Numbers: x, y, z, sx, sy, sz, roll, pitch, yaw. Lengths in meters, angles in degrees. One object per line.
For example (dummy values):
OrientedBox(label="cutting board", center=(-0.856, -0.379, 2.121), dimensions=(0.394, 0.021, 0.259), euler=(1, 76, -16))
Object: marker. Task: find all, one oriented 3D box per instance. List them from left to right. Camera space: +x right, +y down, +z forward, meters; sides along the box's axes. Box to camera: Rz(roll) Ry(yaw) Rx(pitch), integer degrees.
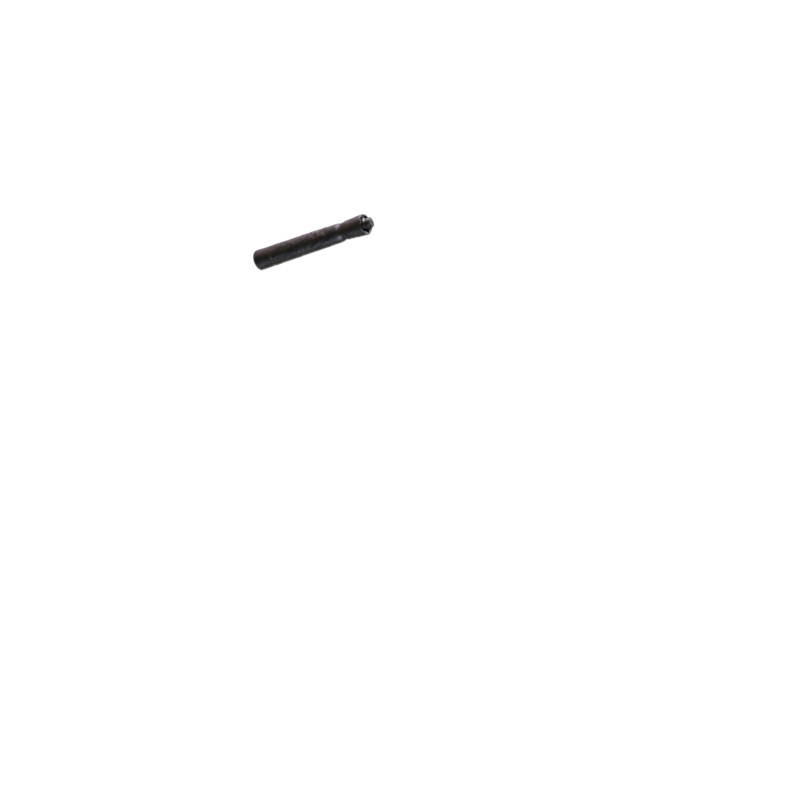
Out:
OrientedBox(label="marker", center=(-0.076, -0.138, 0.968), dimensions=(0.123, 0.020, 0.019), euler=(-14, -4, 31))
